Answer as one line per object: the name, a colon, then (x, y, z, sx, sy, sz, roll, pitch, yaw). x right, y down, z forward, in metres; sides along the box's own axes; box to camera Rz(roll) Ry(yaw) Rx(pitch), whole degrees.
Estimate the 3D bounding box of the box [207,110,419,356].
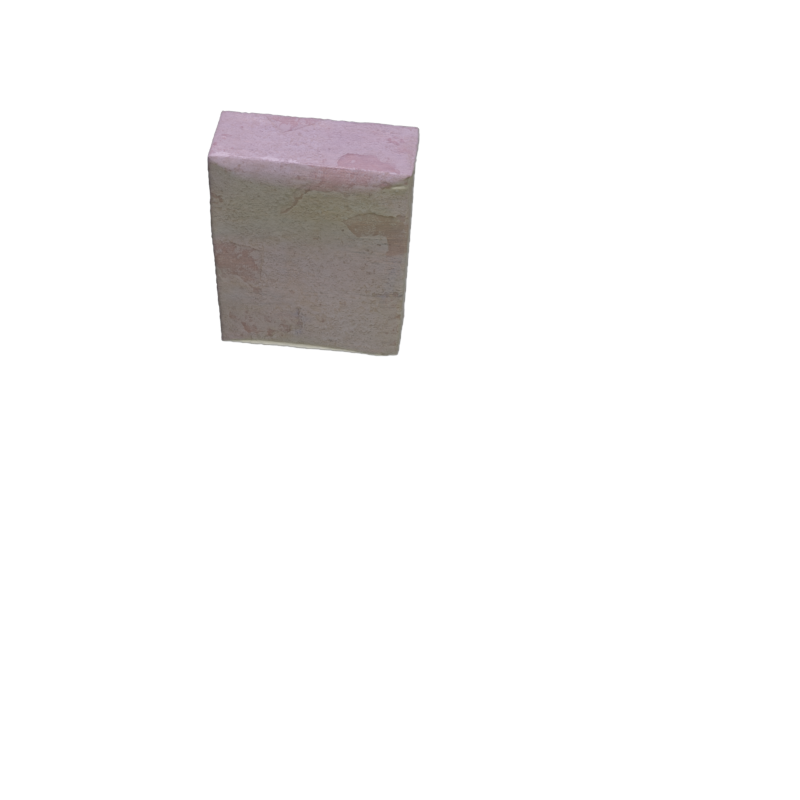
box: (-0.074, -0.134, 0.942, 0.165, 0.076, 0.199, 7, -43, 4)
